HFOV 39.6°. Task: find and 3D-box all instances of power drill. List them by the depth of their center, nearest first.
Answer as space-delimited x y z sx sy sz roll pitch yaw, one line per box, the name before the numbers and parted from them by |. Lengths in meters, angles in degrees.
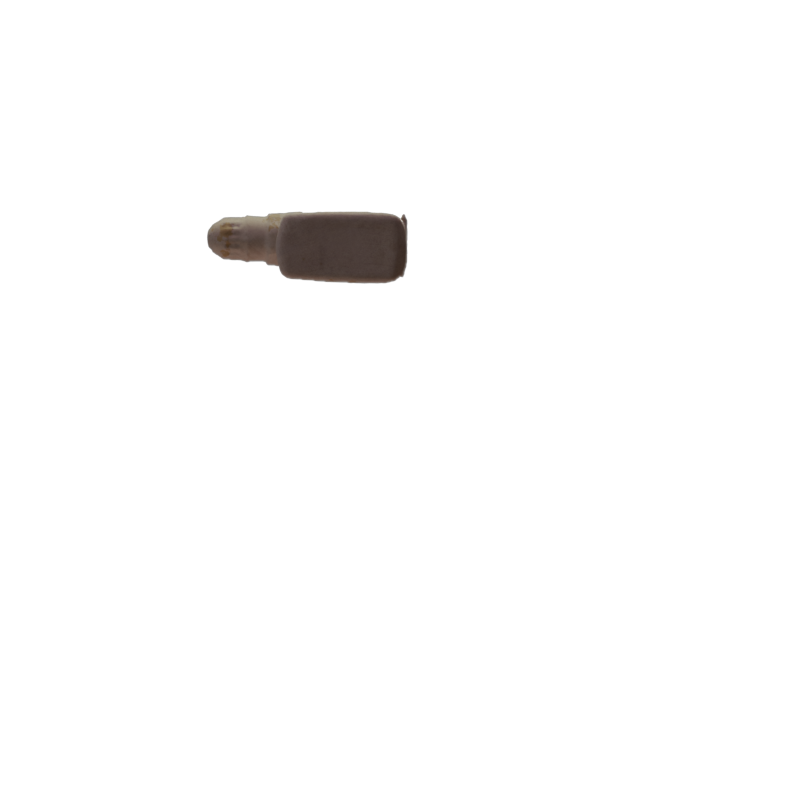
power drill | -0.075 -0.137 0.961 0.183 0.056 0.193 -1 11 -7
